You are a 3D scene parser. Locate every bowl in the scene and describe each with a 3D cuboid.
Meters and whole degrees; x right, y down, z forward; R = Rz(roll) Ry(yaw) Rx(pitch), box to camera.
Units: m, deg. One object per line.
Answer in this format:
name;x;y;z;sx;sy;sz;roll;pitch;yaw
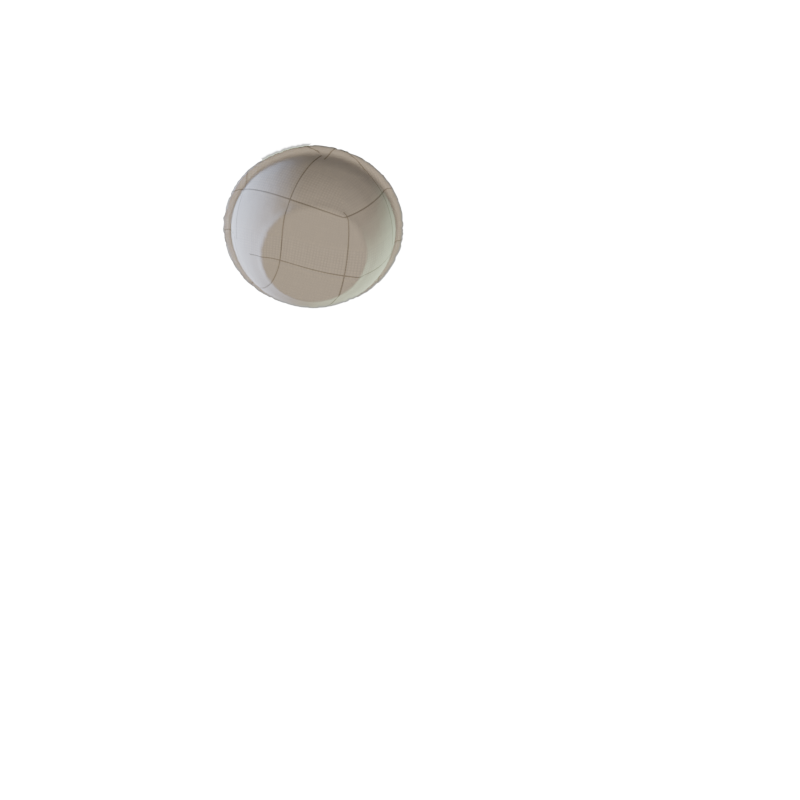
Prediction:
bowl;-0.076;-0.139;0.973;0.162;0.153;0.058;1;29;-1
